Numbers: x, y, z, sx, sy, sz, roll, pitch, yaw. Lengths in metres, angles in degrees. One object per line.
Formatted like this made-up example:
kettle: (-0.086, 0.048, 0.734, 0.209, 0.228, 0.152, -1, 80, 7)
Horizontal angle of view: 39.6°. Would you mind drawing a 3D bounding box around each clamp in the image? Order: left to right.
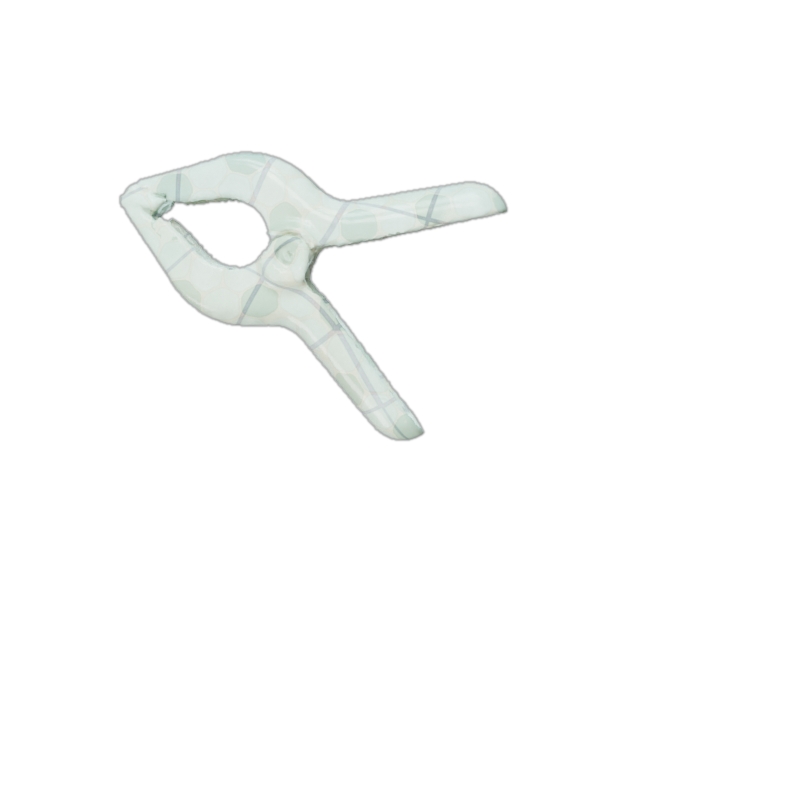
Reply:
clamp: (-0.040, -0.072, 0.506, 0.173, 0.121, 0.039, 29, -5, 3)
